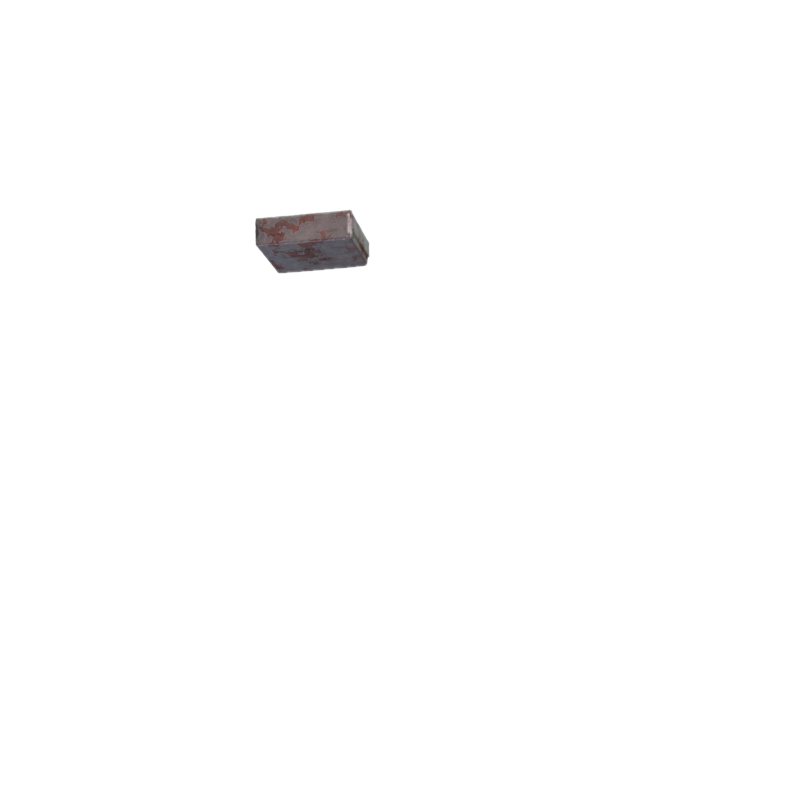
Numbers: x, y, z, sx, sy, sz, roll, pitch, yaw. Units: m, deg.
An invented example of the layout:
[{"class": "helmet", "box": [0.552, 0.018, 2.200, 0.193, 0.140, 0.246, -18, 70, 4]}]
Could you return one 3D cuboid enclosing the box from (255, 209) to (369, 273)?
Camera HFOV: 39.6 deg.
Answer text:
[{"class": "box", "box": [-0.078, -0.143, 0.999, 0.090, 0.031, 0.069, -4, -16, 12]}]
